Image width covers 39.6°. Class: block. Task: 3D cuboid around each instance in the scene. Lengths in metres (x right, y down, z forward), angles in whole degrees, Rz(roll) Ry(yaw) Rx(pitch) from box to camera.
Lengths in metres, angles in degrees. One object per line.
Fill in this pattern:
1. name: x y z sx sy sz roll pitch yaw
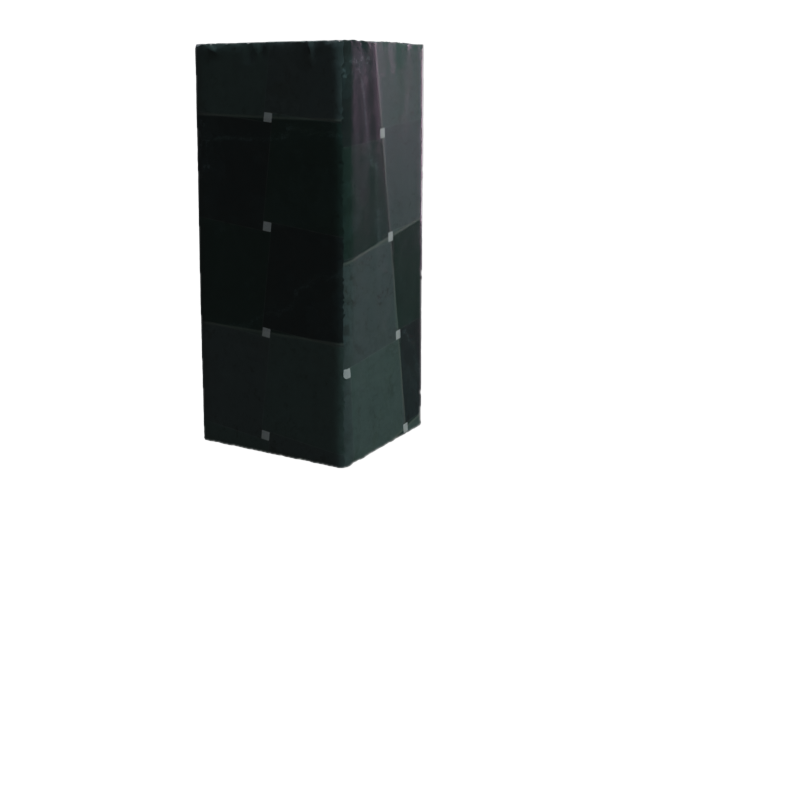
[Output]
1. block: -0.046 -0.083 0.583 0.094 0.202 0.089 6 11 29
